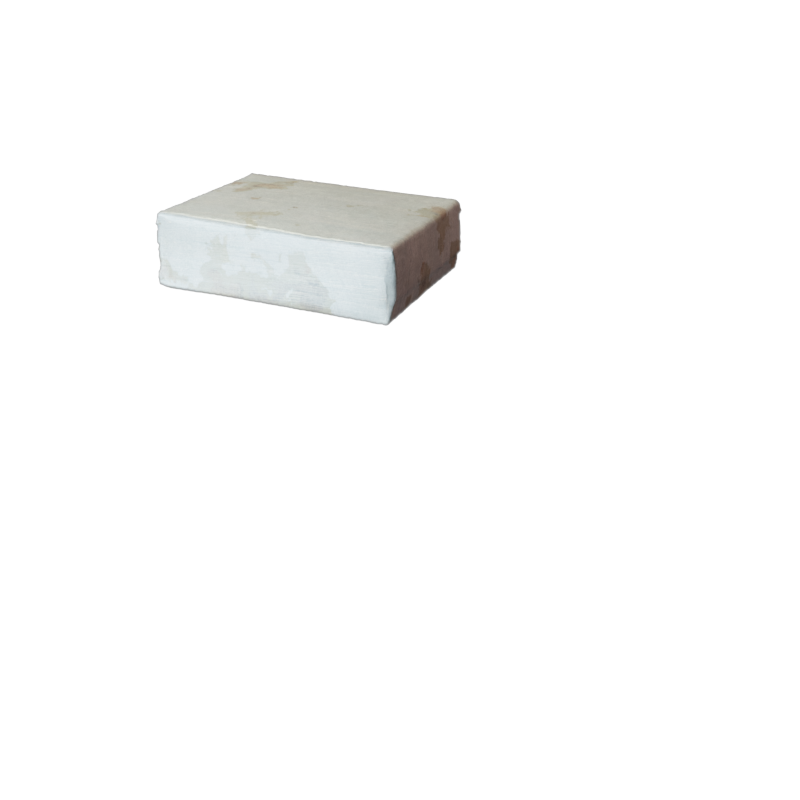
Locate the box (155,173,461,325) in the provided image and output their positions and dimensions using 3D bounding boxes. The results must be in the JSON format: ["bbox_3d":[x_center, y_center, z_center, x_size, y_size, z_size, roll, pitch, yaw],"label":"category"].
[{"bbox_3d":[-0.039,-0.071,0.500,0.117,0.037,0.091,9,23,21],"label":"box"}]
